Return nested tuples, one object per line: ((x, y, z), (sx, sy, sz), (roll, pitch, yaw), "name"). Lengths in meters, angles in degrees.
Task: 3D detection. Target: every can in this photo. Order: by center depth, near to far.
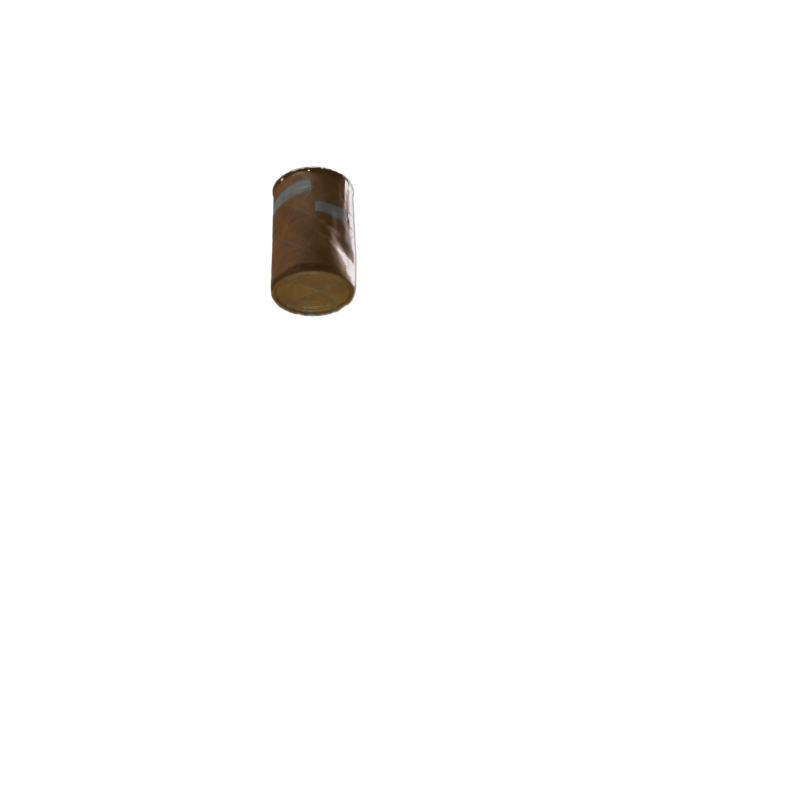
((-0.070, -0.127, 0.891), (0.068, 0.109, 0.064), (-1, -32, -2), "can")
